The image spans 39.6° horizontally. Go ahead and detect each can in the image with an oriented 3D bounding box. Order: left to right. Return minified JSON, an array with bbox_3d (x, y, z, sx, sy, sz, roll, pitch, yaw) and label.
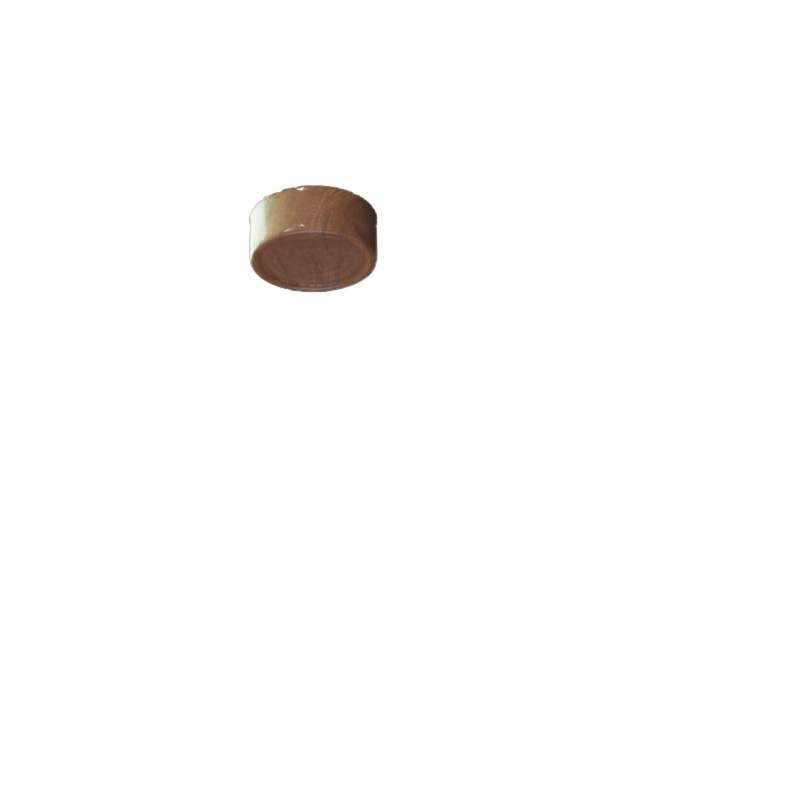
[{"bbox_3d":[-0.057,-0.104,0.730,0.086,0.036,0.081,1,-25,-2],"label":"can"}]
